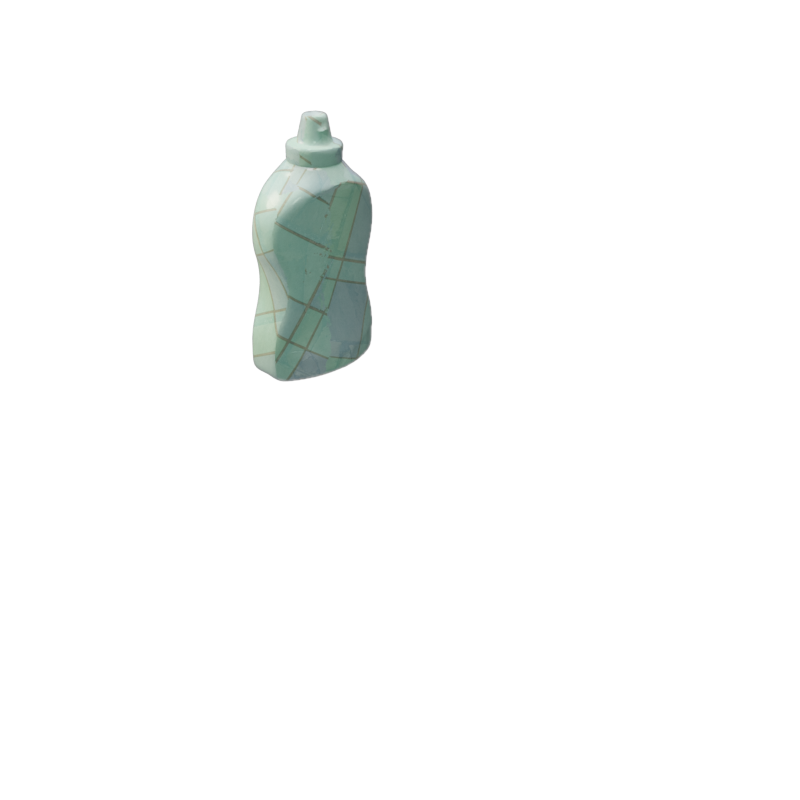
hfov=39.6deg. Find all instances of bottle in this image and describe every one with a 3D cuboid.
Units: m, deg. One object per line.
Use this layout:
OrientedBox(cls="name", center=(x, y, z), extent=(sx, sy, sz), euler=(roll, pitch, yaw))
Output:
OrientedBox(cls="bottle", center=(-0.063, -0.115, 0.806), extent=(0.094, 0.183, 0.062), euler=(-17, 28, -37))
